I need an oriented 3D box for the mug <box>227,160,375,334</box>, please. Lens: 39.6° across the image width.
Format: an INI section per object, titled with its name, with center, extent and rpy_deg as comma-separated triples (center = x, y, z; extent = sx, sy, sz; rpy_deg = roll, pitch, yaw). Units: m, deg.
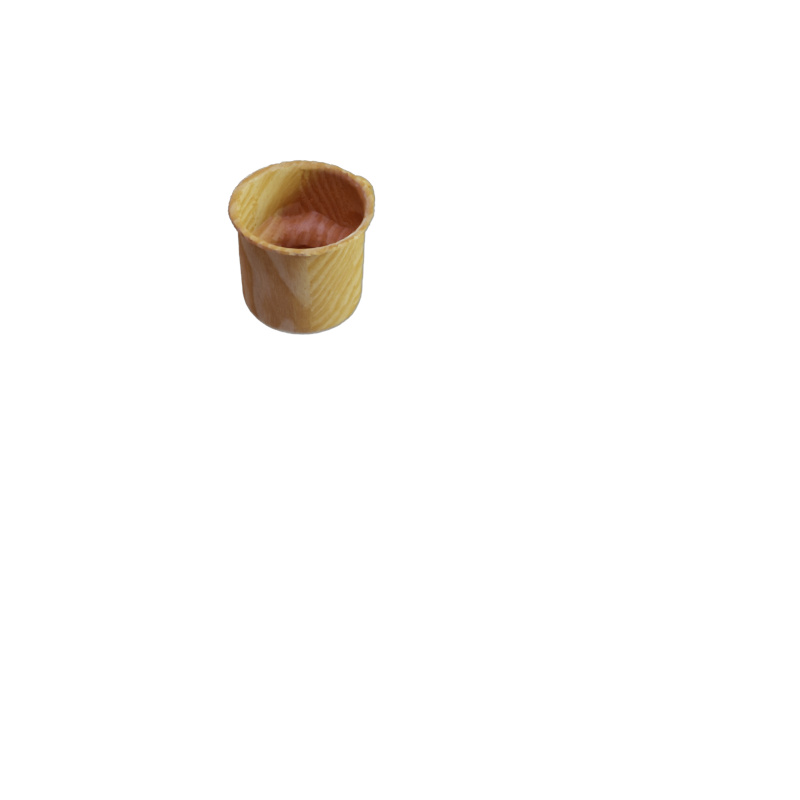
[mug]
center = -0.058, -0.105, 0.735
extent = 0.098, 0.076, 0.119
rpy_deg = 28, 52, 23
